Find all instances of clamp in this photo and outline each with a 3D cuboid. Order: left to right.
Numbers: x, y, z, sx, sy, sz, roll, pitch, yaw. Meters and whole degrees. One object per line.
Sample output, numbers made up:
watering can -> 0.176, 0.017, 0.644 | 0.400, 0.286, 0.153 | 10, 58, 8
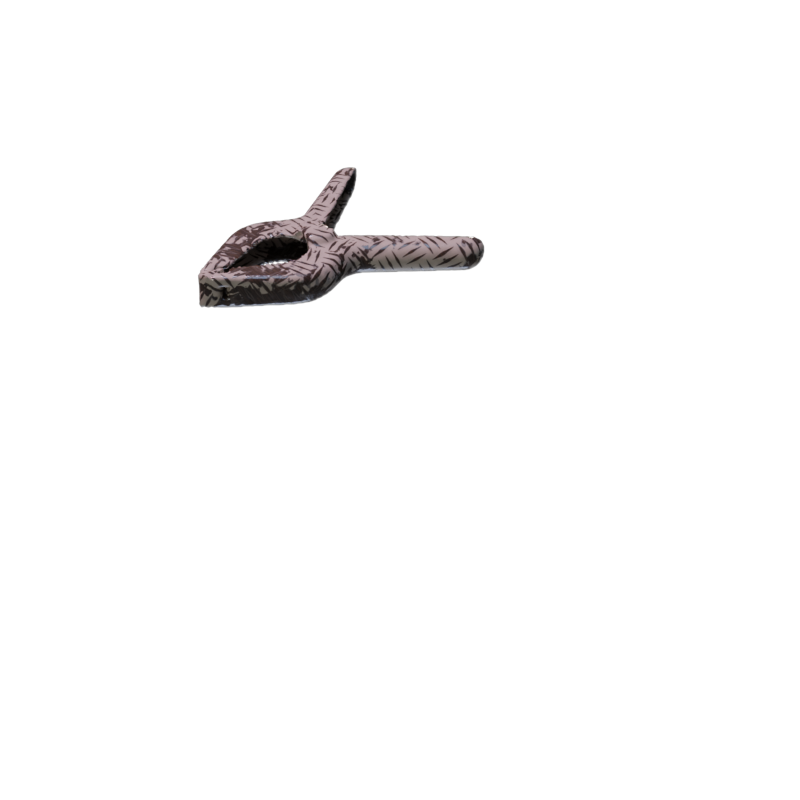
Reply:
clamp -> -0.066, -0.120, 0.843 | 0.207, 0.034, 0.177 | -20, 40, -26
